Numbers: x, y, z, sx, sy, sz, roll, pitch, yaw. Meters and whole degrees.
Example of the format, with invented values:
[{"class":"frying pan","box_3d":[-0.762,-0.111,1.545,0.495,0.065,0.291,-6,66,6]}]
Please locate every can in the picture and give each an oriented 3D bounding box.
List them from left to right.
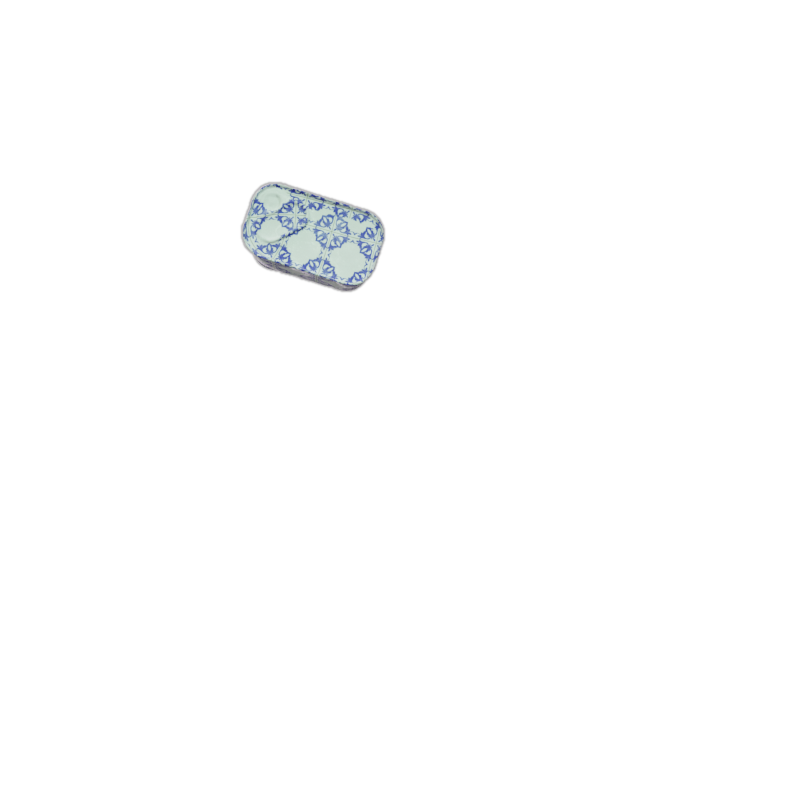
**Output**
[{"class":"can","box_3d":[-0.067,-0.121,0.851,0.102,0.058,0.083,18,-4,0]}]
